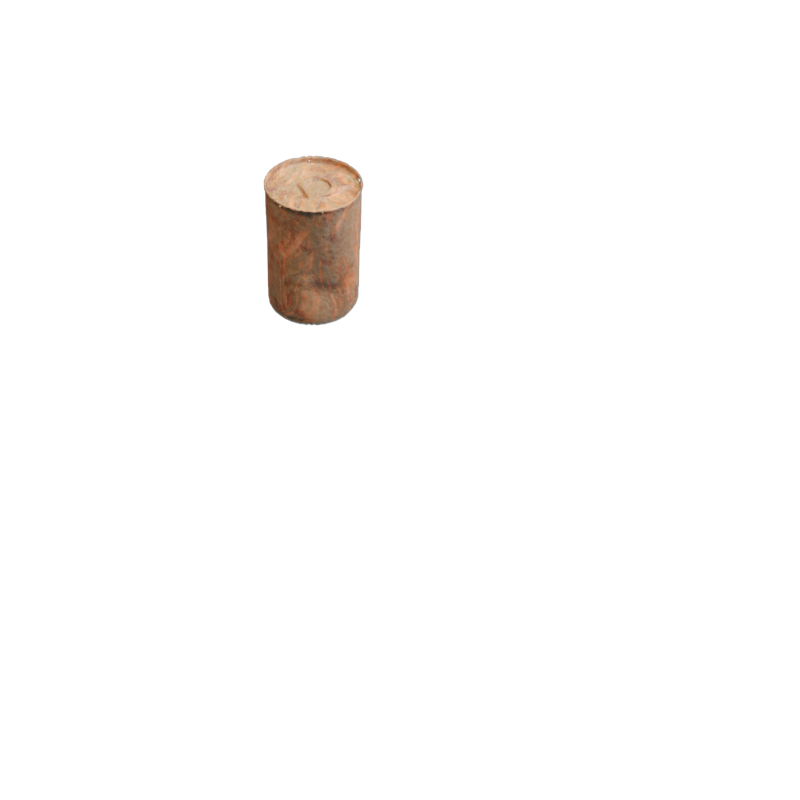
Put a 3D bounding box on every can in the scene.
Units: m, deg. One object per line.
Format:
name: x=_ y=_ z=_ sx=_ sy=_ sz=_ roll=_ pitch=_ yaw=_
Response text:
can: x=-0.062 y=-0.112 z=0.786 sx=0.068 sy=0.095 sz=0.073 roll=0 pitch=41 yaw=-3
